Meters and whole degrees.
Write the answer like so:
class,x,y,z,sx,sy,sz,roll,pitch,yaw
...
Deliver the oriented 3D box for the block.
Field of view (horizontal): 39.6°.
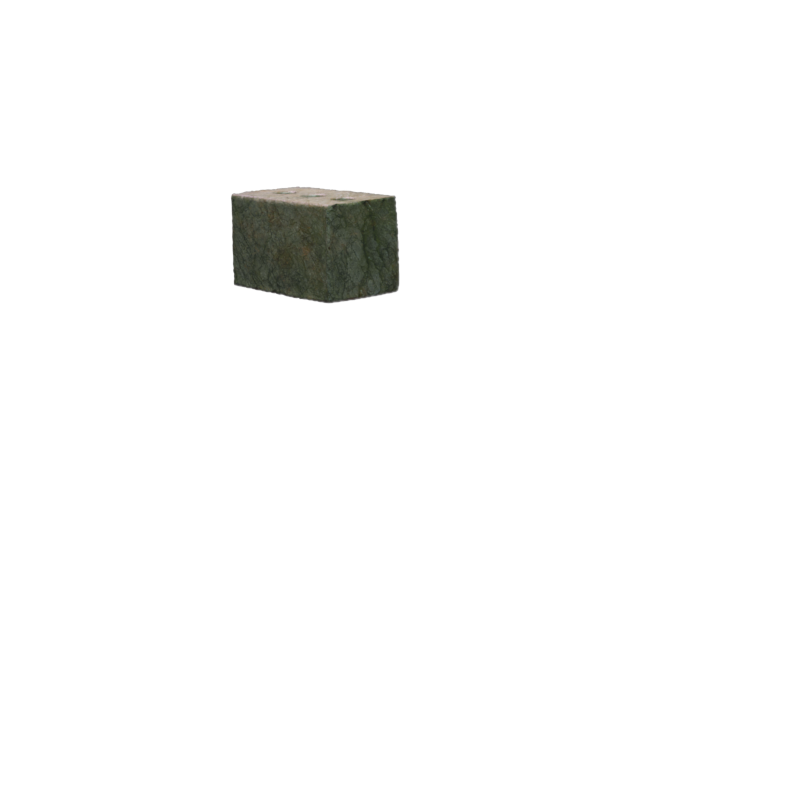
class,x,y,z,sx,sy,sz,roll,pitch,yaw
block,-0.046,-0.084,0.589,0.082,0.050,0.051,13,18,42
